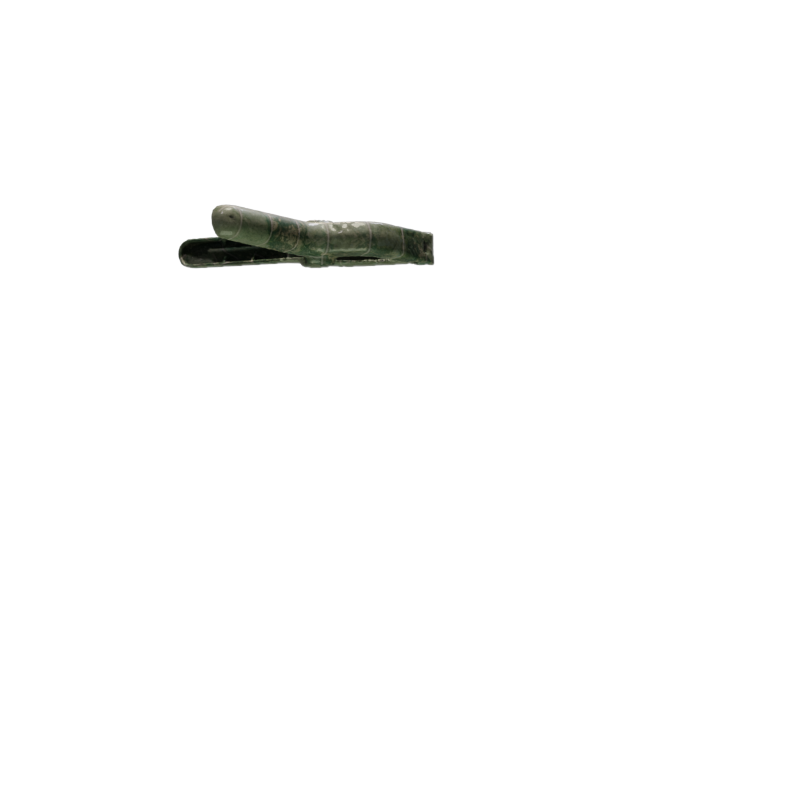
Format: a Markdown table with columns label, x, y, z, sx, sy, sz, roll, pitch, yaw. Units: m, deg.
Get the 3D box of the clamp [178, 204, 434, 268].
| label | x | y | z | sx | sy | sz | roll | pitch | yaw |
| --- | --- | --- | --- | --- | --- | --- | --- | --- | --- |
| clamp | -0.070 | -0.127 | 0.891 | 0.207 | 0.037 | 0.165 | 0 | -2 | -11 |
